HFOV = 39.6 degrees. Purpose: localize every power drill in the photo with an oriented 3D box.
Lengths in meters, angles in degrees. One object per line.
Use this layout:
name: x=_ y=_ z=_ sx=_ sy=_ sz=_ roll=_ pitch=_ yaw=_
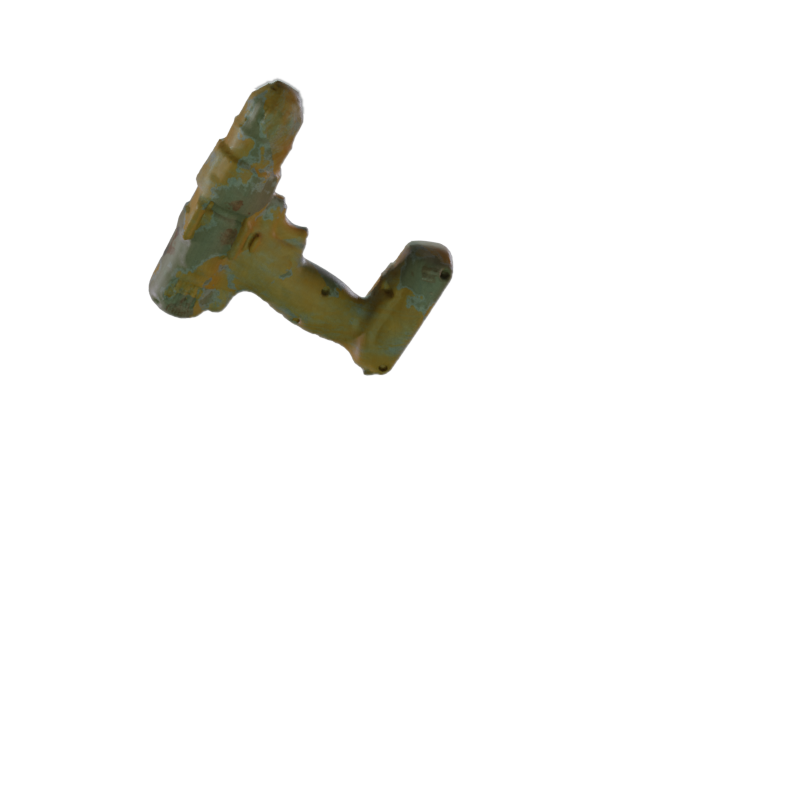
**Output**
power drill: x=-0.061 y=-0.111 z=0.777 sx=0.182 sy=0.179 sz=0.061 roll=26 pitch=24 yaw=-13
